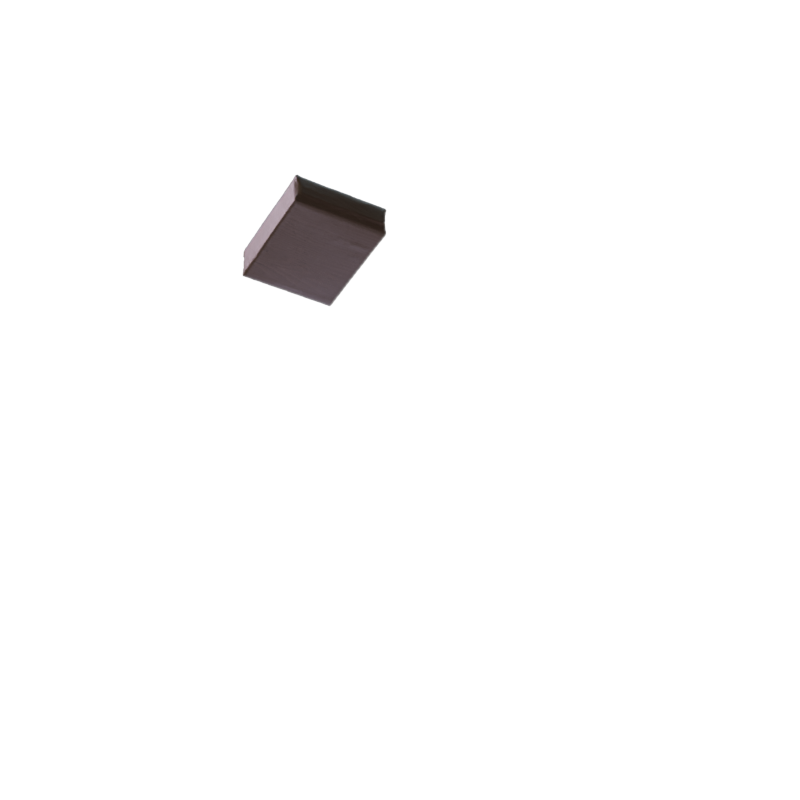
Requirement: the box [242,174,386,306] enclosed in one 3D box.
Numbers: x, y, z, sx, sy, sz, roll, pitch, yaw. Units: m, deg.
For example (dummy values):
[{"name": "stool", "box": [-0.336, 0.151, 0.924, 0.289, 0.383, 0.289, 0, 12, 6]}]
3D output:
[{"name": "box", "box": [-0.062, -0.114, 0.796, 0.070, 0.032, 0.086, 19, -44, -22]}]
